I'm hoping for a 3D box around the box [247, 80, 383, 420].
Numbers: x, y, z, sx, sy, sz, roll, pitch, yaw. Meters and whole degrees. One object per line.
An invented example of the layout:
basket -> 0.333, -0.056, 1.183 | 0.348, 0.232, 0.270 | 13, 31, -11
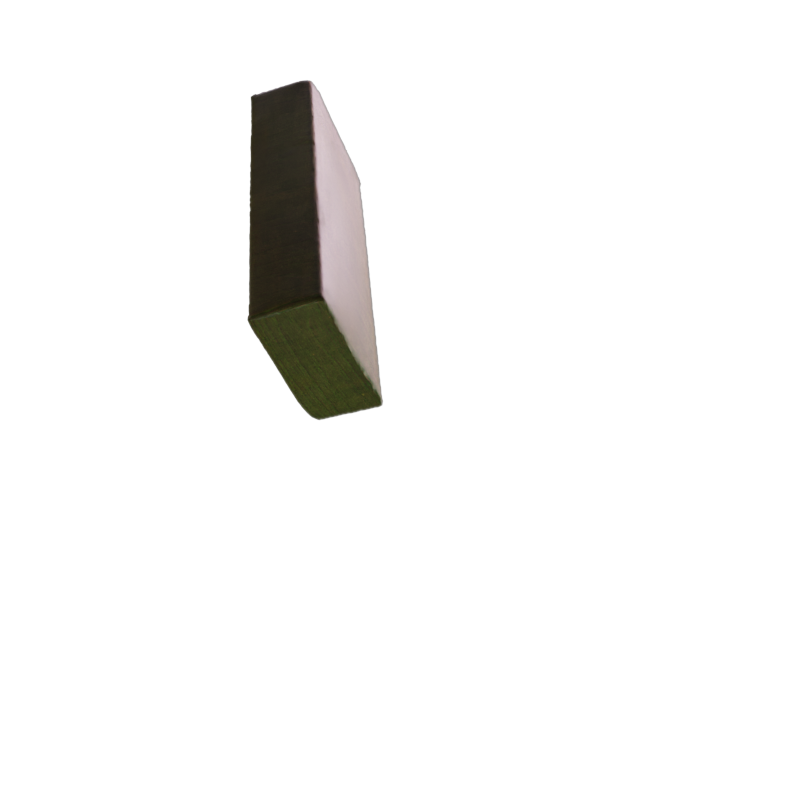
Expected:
box -> -0.047, -0.087, 0.609 | 0.048, 0.189, 0.086 | -14, -41, 12
